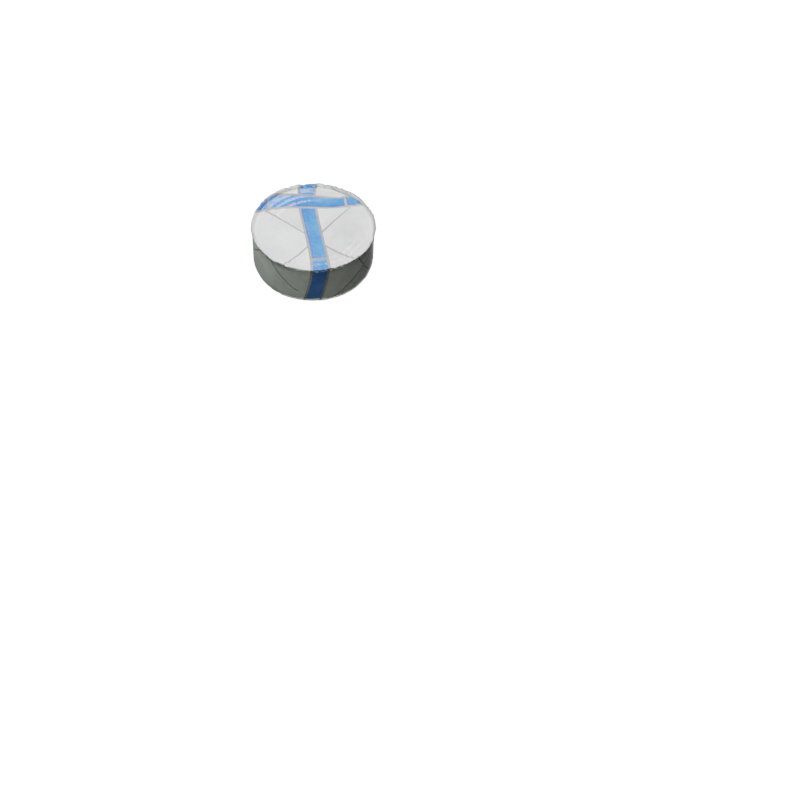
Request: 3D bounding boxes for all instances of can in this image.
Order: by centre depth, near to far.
[{"bbox_3d":[-0.060,-0.110,0.772,0.086,0.092,0.031,-1,-41,-1],"label":"can"}]
